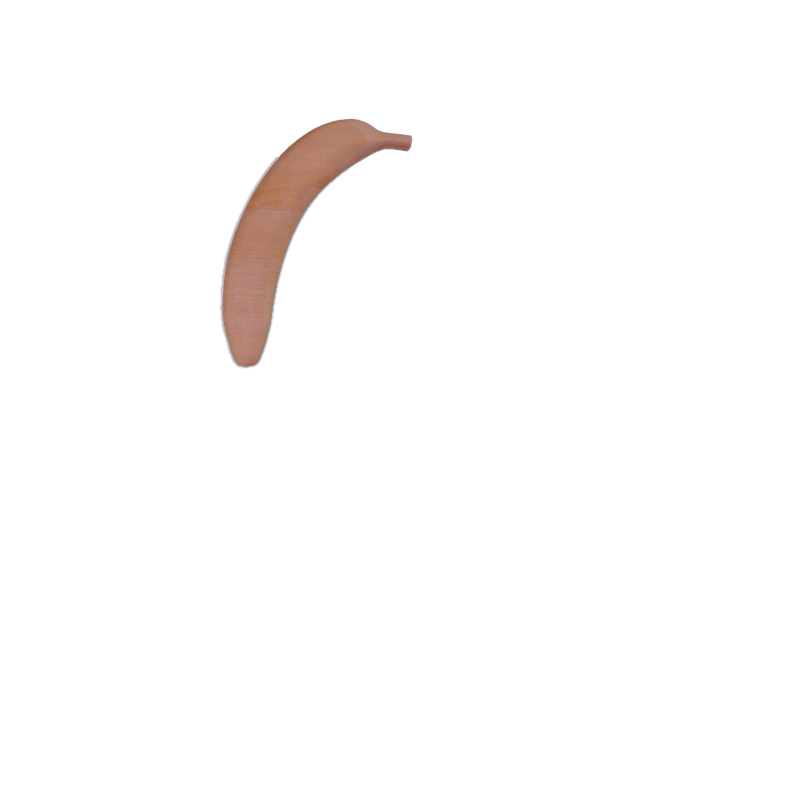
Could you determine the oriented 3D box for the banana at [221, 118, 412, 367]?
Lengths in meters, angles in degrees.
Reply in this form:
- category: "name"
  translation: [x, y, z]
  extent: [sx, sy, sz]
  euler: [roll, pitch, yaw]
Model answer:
- category: "banana"
  translation: [-0.071, -0.119, 0.738]
  extent: [0.071, 0.200, 0.036]
  euler: [33, -11, 6]
